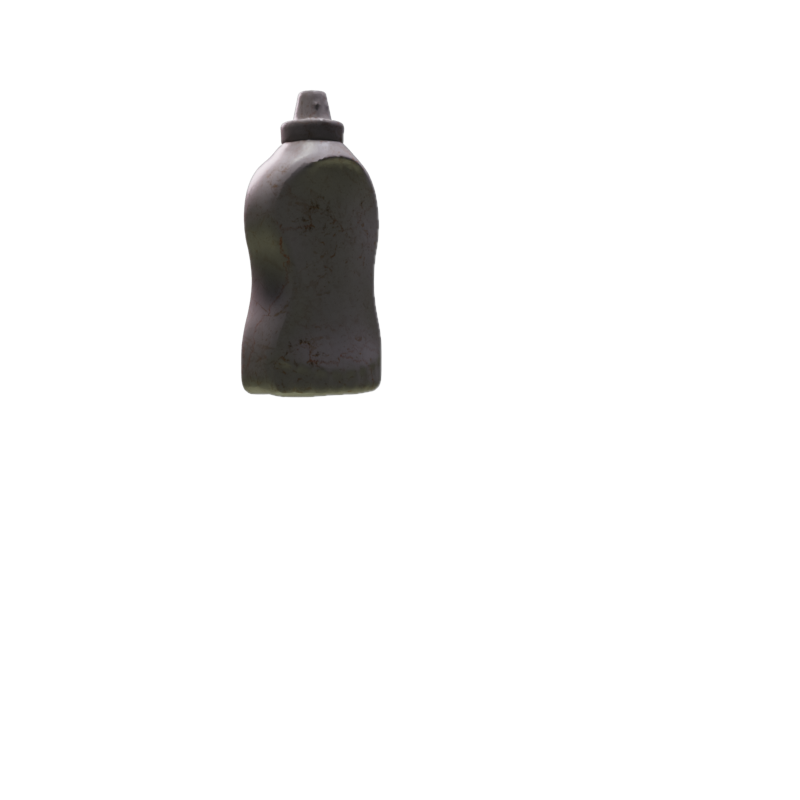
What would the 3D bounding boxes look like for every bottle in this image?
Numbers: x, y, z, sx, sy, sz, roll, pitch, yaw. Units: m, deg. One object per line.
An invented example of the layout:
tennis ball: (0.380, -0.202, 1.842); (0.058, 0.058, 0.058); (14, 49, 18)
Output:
bottle: (-0.055, -0.100, 0.703); (0.092, 0.193, 0.060); (2, -4, -41)
